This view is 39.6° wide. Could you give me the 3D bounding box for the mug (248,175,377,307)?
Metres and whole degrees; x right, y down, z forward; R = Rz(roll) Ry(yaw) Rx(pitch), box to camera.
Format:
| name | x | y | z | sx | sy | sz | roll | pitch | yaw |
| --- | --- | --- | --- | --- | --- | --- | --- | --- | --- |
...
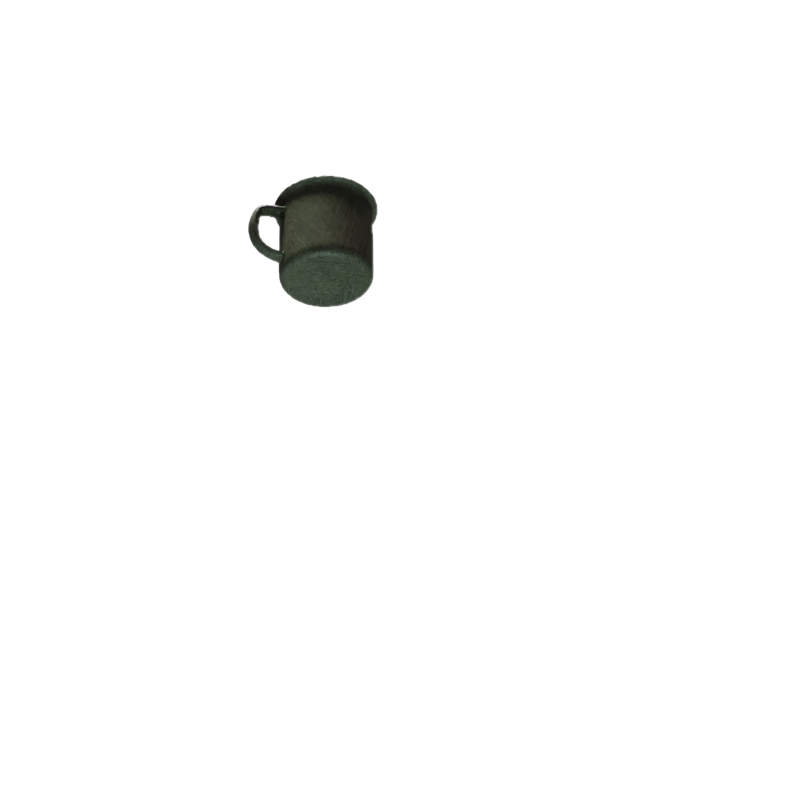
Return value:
| name | x | y | z | sx | sy | sz | roll | pitch | yaw |
| --- | --- | --- | --- | --- | --- | --- | --- | --- | --- |
| mug | -0.076 | -0.138 | 0.965 | 0.113 | 0.087 | 0.090 | 13 | -38 | -20 |
